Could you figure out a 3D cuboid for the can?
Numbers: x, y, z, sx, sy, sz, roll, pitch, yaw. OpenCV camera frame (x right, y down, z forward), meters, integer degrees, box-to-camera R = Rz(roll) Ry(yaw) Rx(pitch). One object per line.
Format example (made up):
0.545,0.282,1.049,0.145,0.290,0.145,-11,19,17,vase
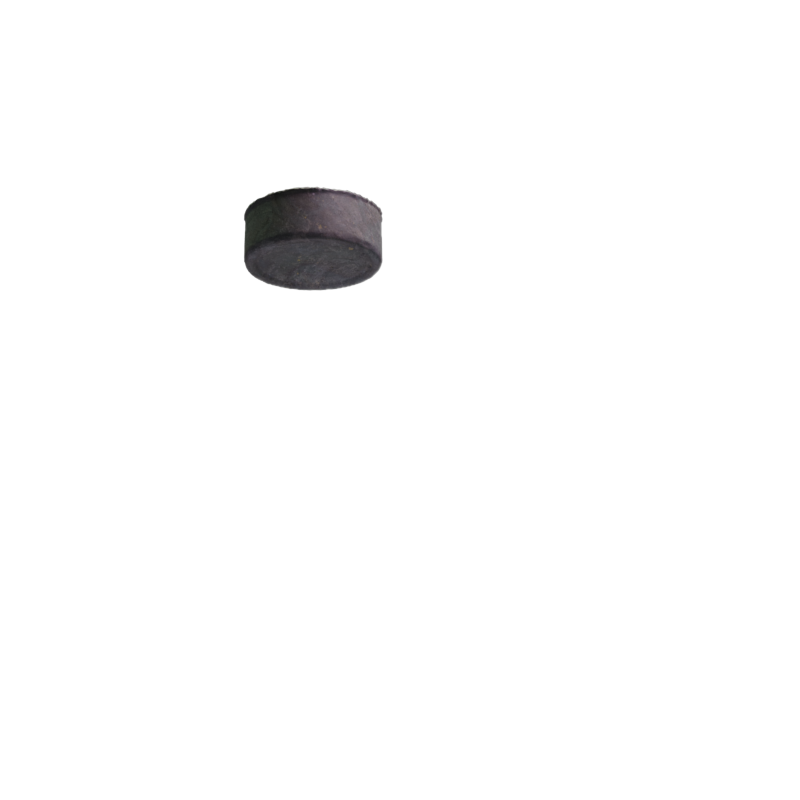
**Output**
-0.053,-0.097,0.679,0.086,0.035,0.082,0,-17,-2,can
